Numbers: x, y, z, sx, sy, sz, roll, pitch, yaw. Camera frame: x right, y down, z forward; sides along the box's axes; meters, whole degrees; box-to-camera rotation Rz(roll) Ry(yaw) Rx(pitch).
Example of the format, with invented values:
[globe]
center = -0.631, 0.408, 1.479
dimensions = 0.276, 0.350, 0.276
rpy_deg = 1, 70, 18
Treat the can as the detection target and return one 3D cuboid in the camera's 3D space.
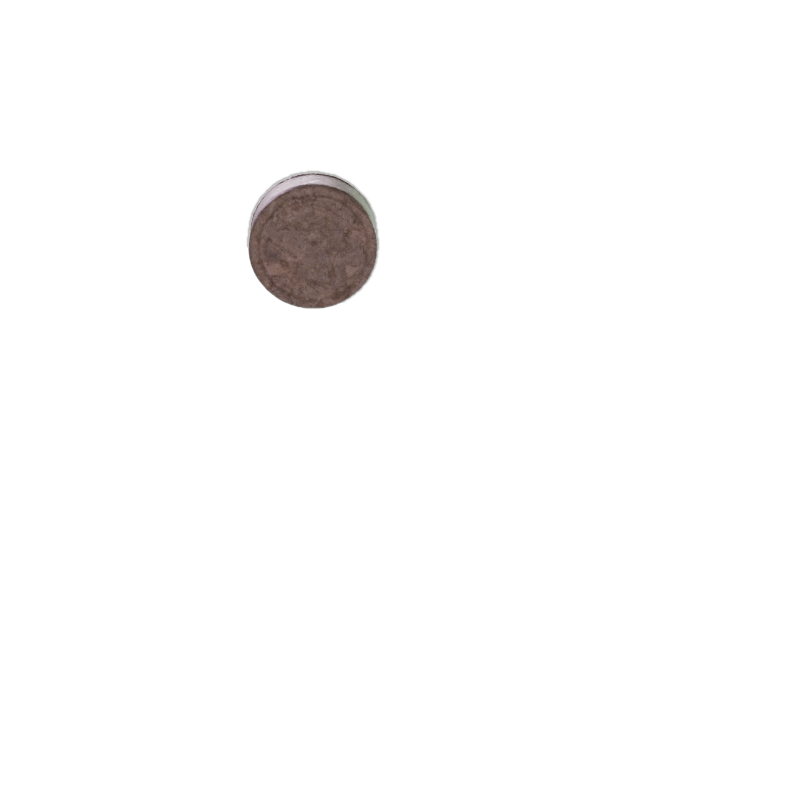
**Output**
[can]
center = -0.057, -0.104, 0.728
dimensions = 0.086, 0.082, 0.035
rpy_deg = 0, 19, -1
